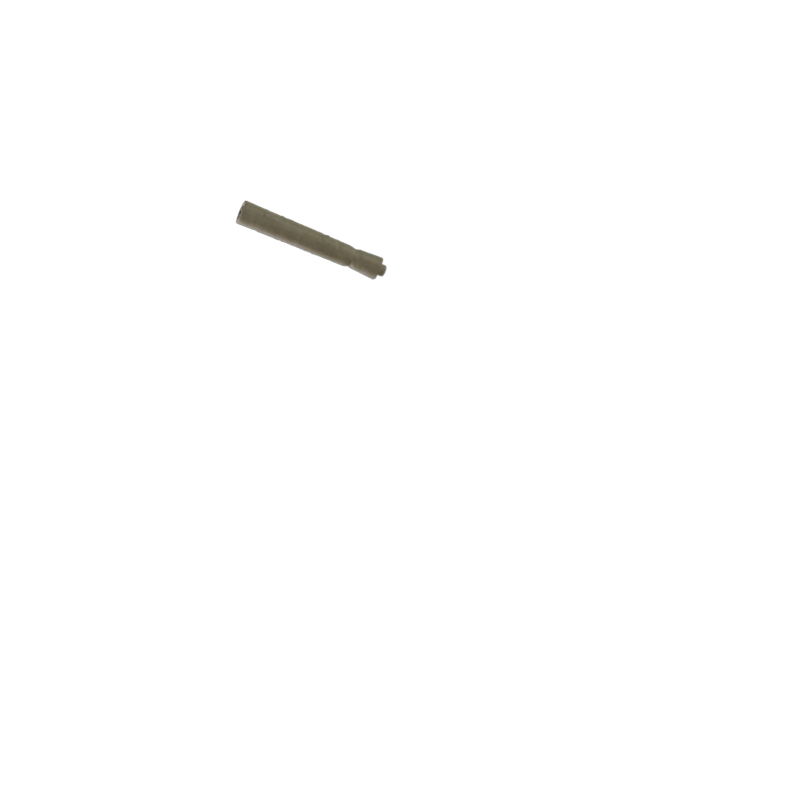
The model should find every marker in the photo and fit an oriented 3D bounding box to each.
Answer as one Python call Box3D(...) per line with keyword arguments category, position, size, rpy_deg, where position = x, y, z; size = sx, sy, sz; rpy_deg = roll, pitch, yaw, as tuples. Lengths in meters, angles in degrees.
Box3D(category="marker", position=(-0.066, -0.120, 0.843), size=(0.118, 0.020, 0.020), rpy_deg=(21, -1, -11))
